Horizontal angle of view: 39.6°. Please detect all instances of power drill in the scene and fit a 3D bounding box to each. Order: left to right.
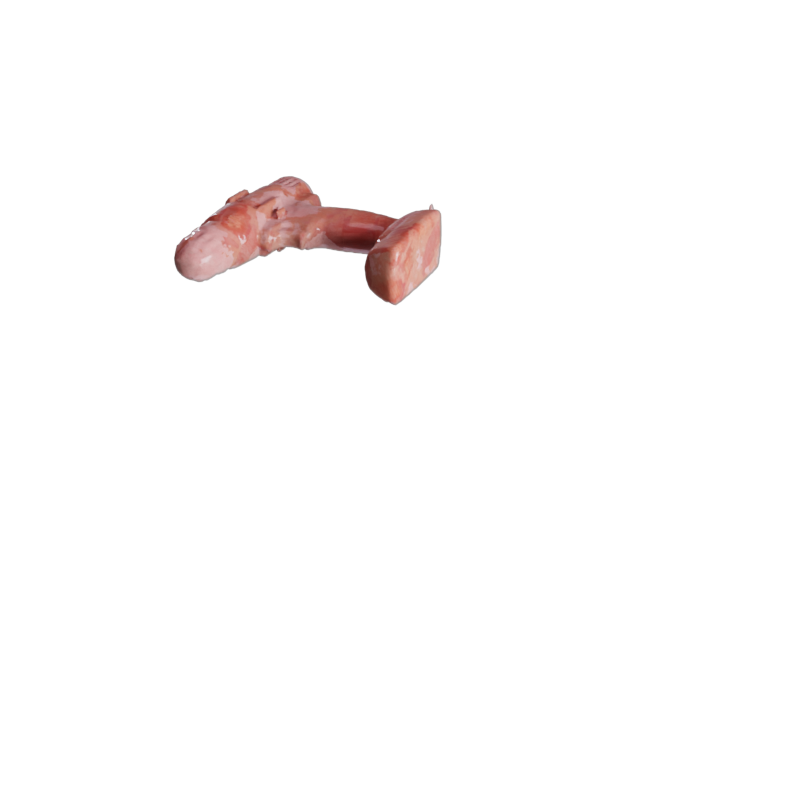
[{"bbox_3d":[-0.073,-0.133,0.931,0.196,0.054,0.188,15,34,23],"label":"power drill"}]
